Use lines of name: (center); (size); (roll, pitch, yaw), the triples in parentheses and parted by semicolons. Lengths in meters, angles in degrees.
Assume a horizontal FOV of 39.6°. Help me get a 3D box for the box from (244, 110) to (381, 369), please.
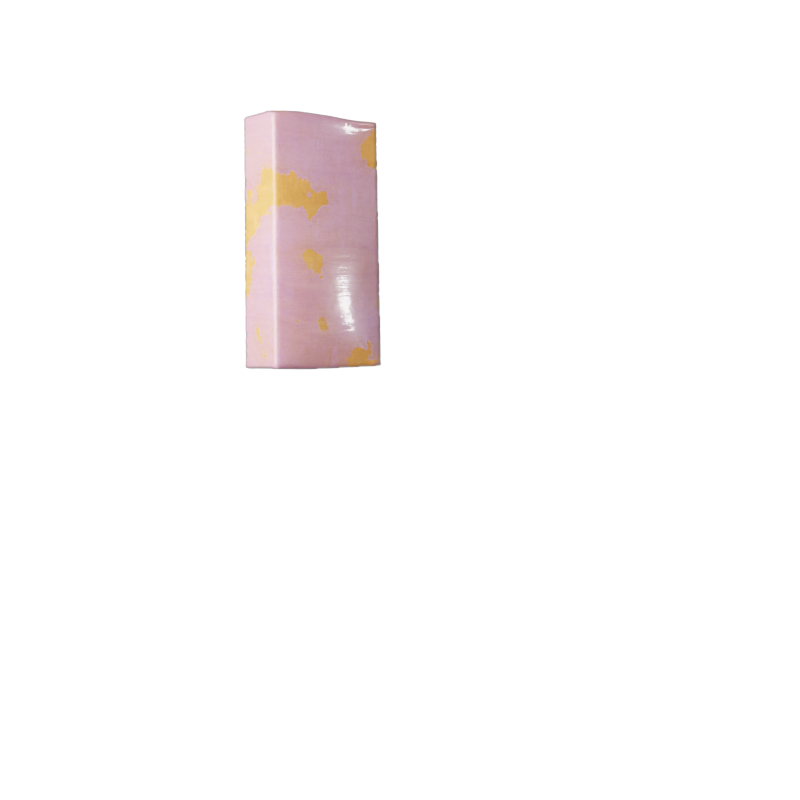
box: (-0.061, -0.111, 0.779); (0.090, 0.177, 0.050); (1, -3, -38)
